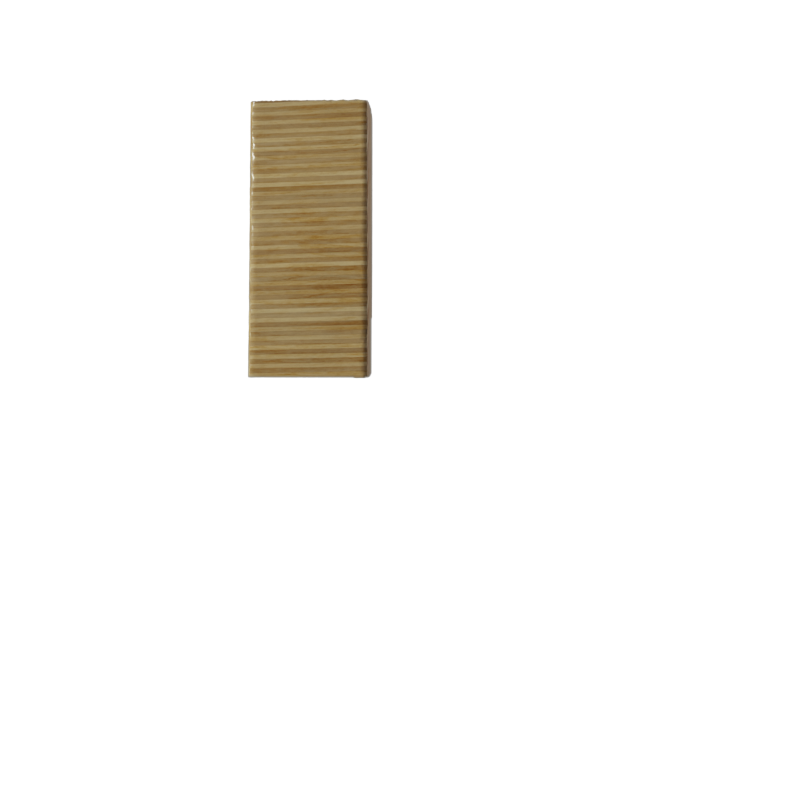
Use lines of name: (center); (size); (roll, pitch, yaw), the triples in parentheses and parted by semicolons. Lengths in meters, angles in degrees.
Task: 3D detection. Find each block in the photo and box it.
block: (-0.067, -0.123, 0.860); (0.091, 0.208, 0.089); (0, -3, 3)
